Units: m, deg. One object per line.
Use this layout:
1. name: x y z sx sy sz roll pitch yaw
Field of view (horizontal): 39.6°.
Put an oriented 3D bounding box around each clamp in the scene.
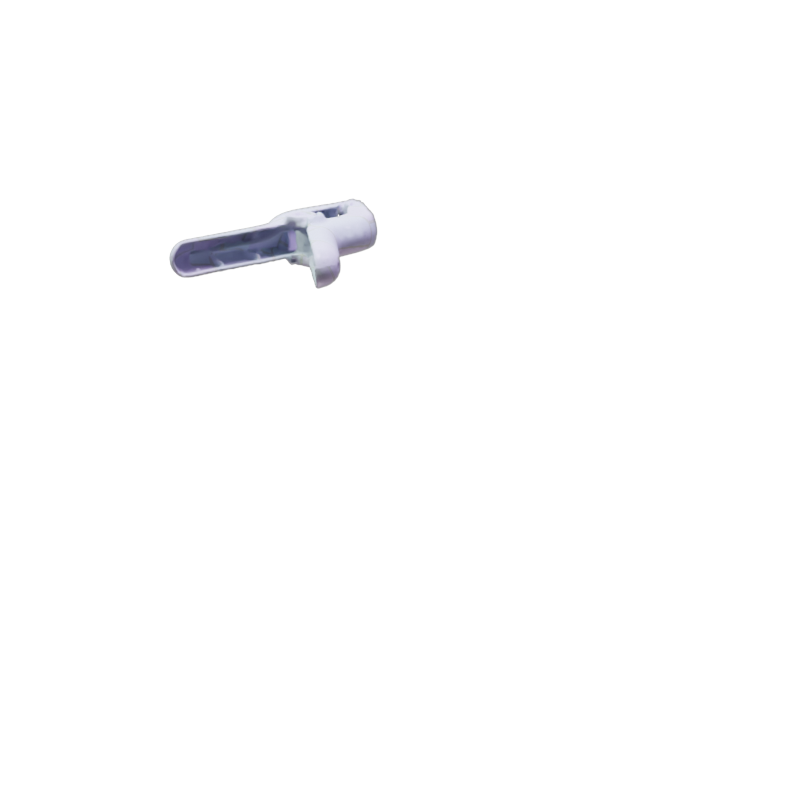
1. clamp: -0.059 -0.108 0.755 0.126 0.037 0.171 16 29 31
